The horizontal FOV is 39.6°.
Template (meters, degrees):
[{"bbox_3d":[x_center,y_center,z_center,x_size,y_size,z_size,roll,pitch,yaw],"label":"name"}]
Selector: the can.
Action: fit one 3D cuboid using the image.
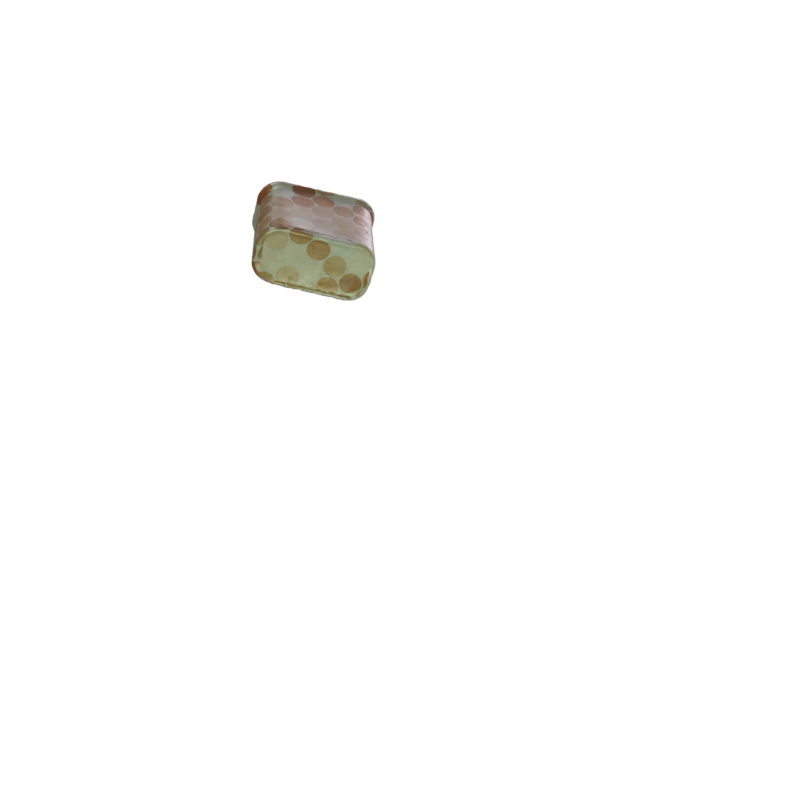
[{"bbox_3d":[-0.071,-0.130,0.909,0.100,0.055,0.089,12,31,-9],"label":"can"}]
